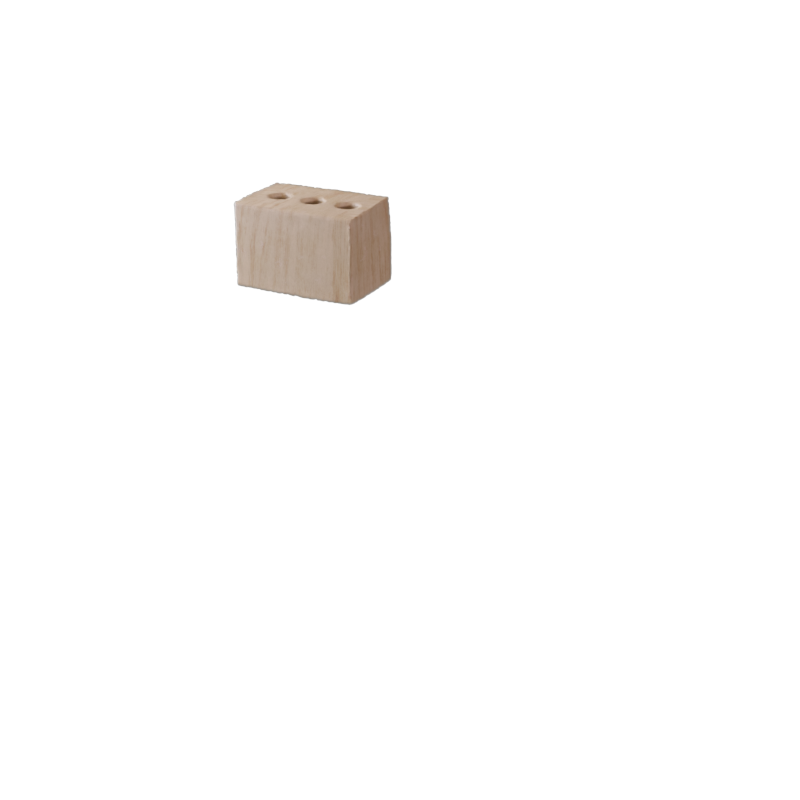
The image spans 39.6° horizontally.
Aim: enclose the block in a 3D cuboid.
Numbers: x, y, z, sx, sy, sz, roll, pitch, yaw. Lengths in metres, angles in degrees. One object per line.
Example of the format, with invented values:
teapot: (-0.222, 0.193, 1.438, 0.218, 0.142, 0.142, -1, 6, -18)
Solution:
block: (-0.050, -0.092, 0.641, 0.081, 0.049, 0.053, 11, 24, 24)
